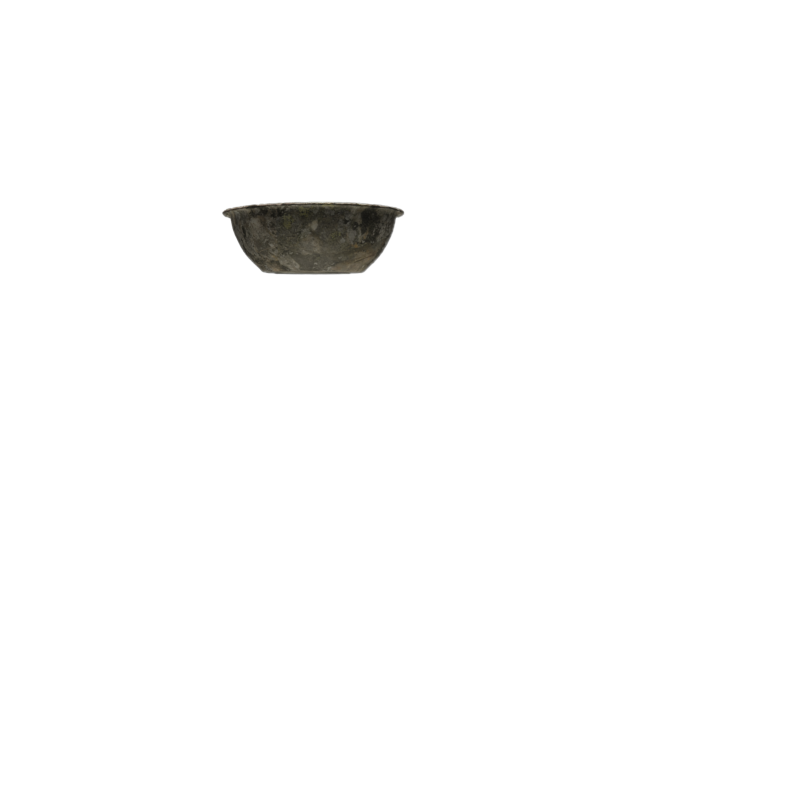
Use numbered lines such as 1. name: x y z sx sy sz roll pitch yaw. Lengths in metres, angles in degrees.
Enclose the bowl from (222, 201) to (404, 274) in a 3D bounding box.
1. bowl: -0.077 -0.140 0.982 0.162 0.055 0.162 0 3 -2
